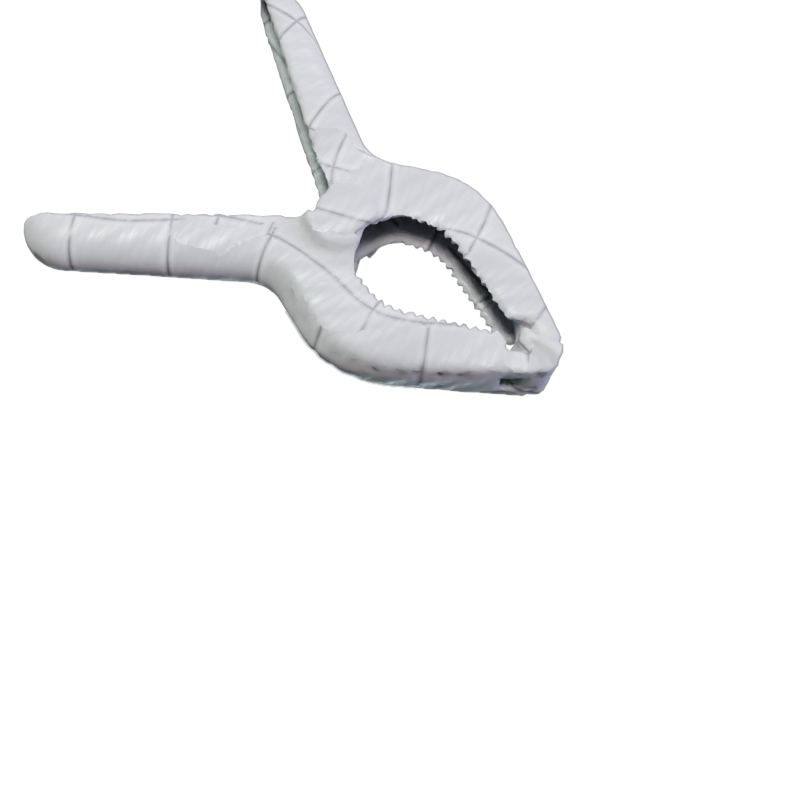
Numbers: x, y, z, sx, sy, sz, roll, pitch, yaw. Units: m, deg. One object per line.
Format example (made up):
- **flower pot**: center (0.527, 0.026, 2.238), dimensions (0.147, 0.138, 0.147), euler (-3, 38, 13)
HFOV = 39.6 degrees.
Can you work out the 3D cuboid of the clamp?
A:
- **clamp**: center (-0.035, -0.064, 0.446), dimensions (0.220, 0.166, 0.034), euler (40, -20, 18)
